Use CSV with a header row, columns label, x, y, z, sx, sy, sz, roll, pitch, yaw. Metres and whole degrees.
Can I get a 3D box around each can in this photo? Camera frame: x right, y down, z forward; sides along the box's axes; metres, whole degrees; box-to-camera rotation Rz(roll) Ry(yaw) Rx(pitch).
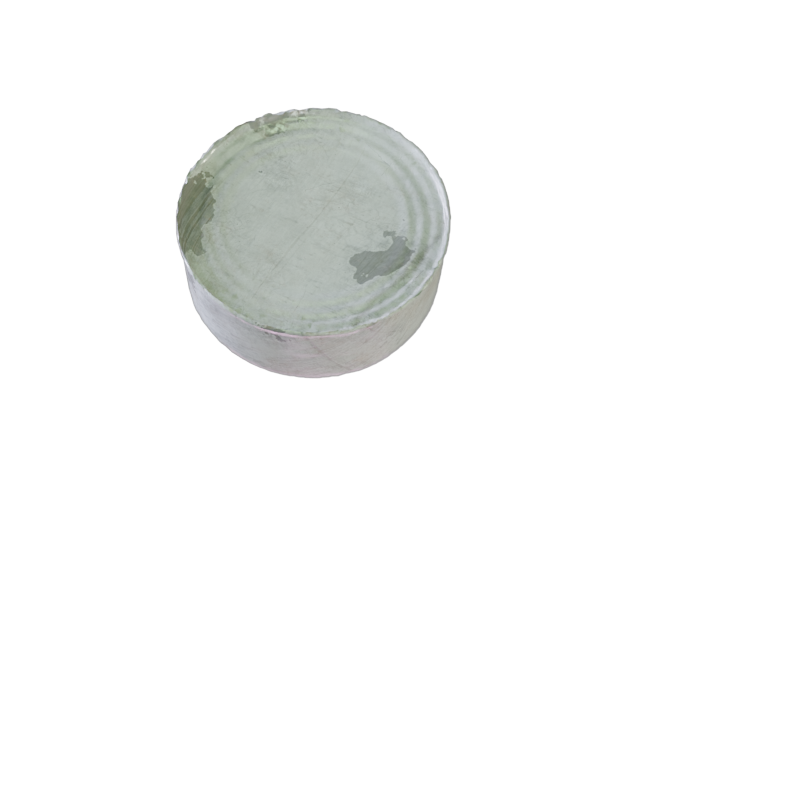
label,x,y,z,sx,sy,sz,roll,pitch,yaw
can,-0.028,-0.051,0.358,0.086,0.092,0.031,-1,-30,-1
